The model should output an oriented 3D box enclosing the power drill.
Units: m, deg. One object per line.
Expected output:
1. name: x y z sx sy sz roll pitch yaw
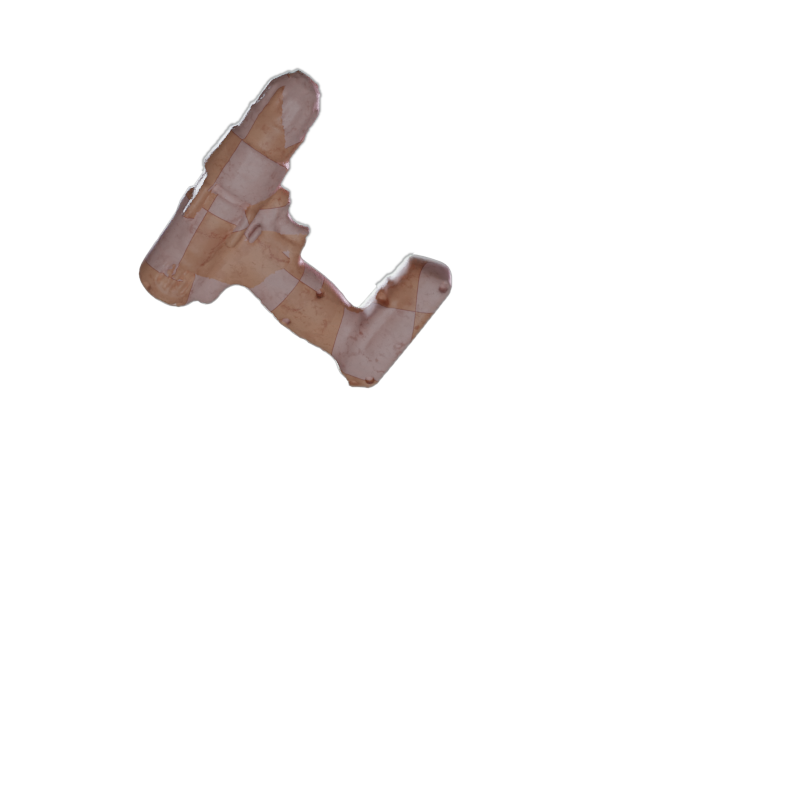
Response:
1. power drill: -0.060 -0.109 0.761 0.182 0.181 0.060 34 18 -13
